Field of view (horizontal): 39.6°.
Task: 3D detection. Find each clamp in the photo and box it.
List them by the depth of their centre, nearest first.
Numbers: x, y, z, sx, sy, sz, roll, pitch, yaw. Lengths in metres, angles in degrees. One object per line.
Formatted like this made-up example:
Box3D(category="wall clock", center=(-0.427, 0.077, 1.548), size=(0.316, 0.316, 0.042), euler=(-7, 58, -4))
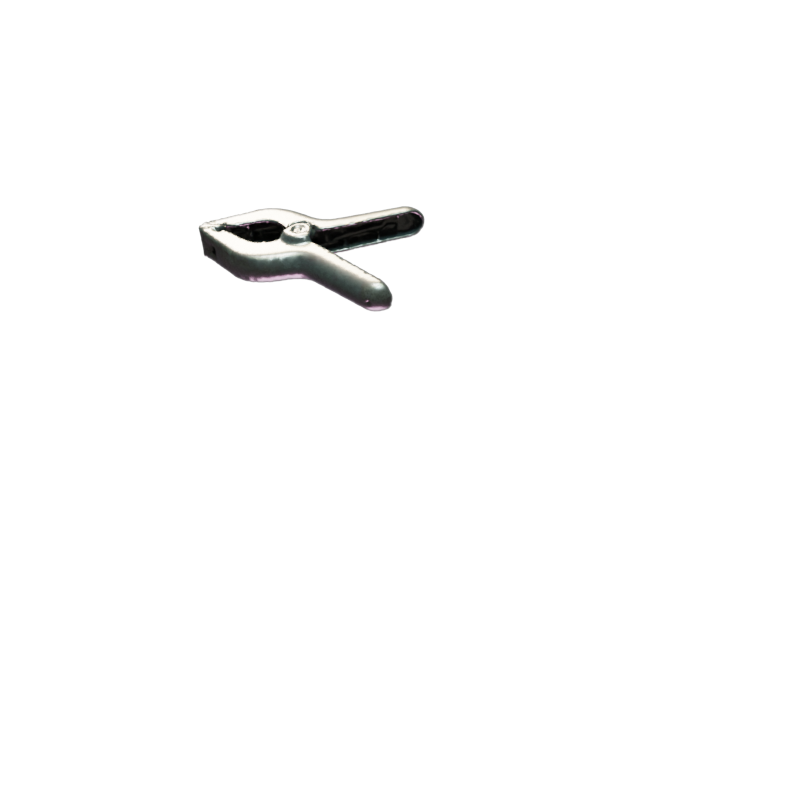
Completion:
Box3D(category="clamp", center=(-0.066, -0.121, 0.849), size=(0.178, 0.037, 0.123), euler=(14, 36, 20))
